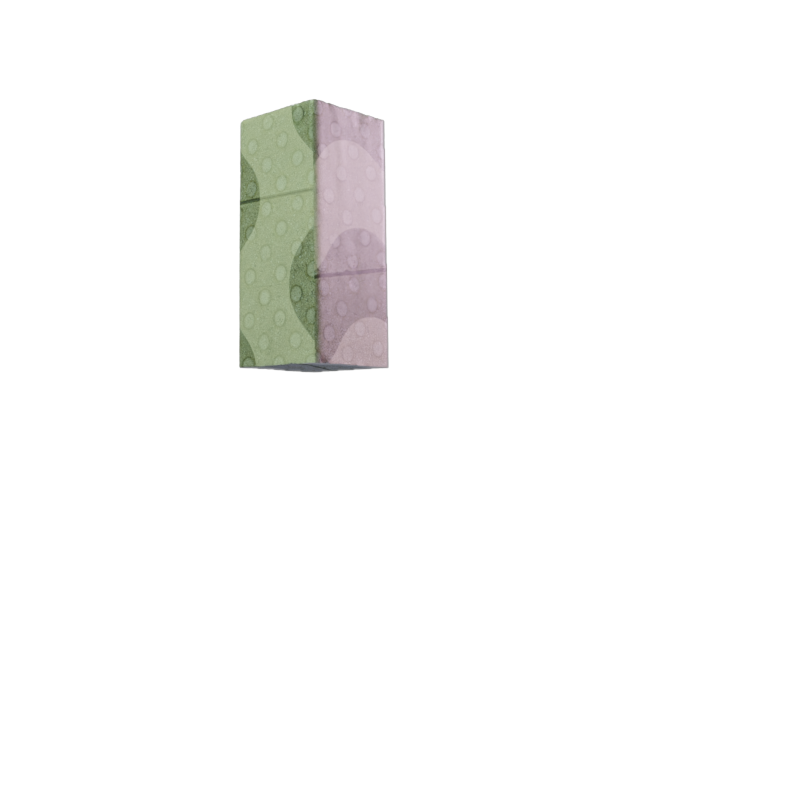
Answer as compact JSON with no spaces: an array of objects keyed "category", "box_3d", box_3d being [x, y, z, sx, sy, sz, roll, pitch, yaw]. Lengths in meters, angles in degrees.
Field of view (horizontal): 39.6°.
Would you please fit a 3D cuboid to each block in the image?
[{"category":"block","box_3d":[-0.072,-0.130,0.909,0.093,0.211,0.086,-9,-12,42]}]
